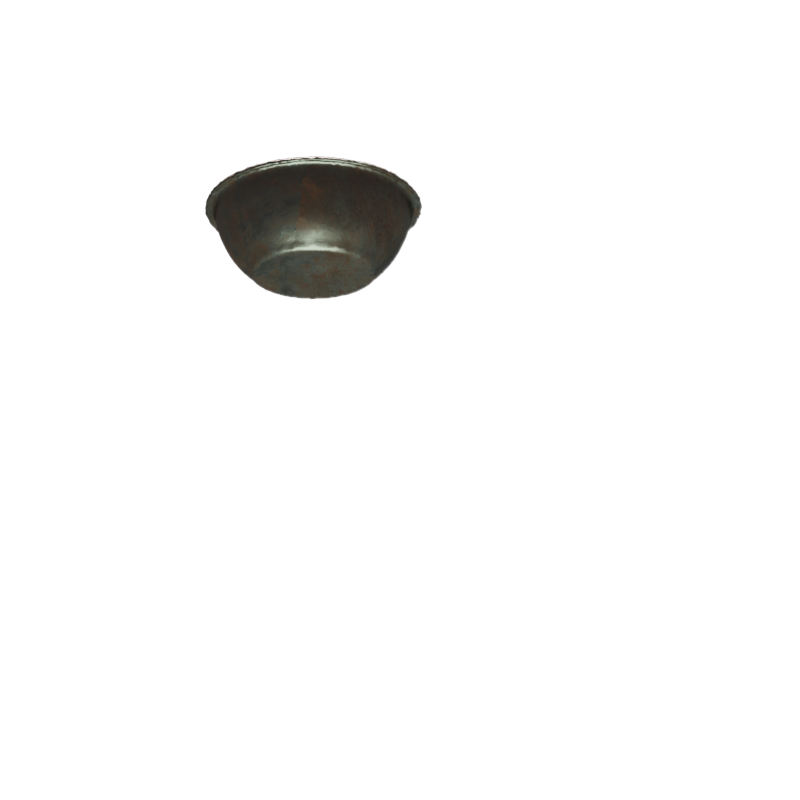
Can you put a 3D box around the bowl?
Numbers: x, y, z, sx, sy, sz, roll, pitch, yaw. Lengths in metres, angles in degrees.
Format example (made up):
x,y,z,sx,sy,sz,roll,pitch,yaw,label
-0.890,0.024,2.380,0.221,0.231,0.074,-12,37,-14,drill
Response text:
x,y,z,sx,sy,sz,roll,pitch,yaw,label
-0.064,-0.117,0.819,0.162,0.058,0.154,0,-19,-2,bowl
